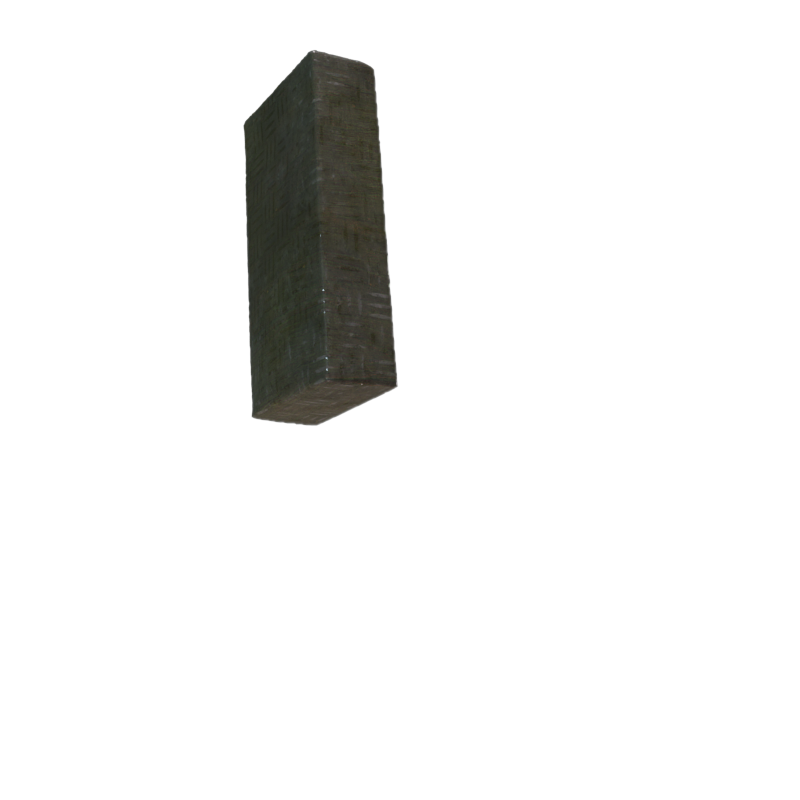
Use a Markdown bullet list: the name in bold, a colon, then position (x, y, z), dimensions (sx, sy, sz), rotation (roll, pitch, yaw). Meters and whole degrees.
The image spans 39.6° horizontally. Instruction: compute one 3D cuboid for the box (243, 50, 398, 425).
- **box**: position (-0.045, -0.083, 0.581), dimensions (0.046, 0.185, 0.093), rotation (10, -22, -28)
